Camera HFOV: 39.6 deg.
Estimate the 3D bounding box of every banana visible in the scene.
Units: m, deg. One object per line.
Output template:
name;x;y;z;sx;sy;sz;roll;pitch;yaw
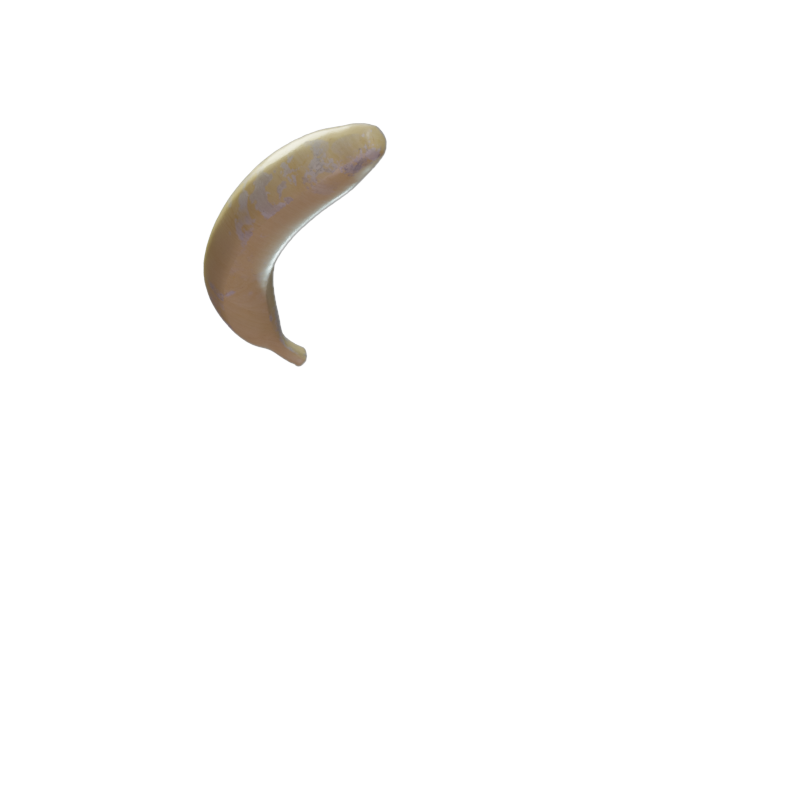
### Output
banana;-0.063;-0.081;0.569;0.068;0.039;0.189;7;-31;-13
